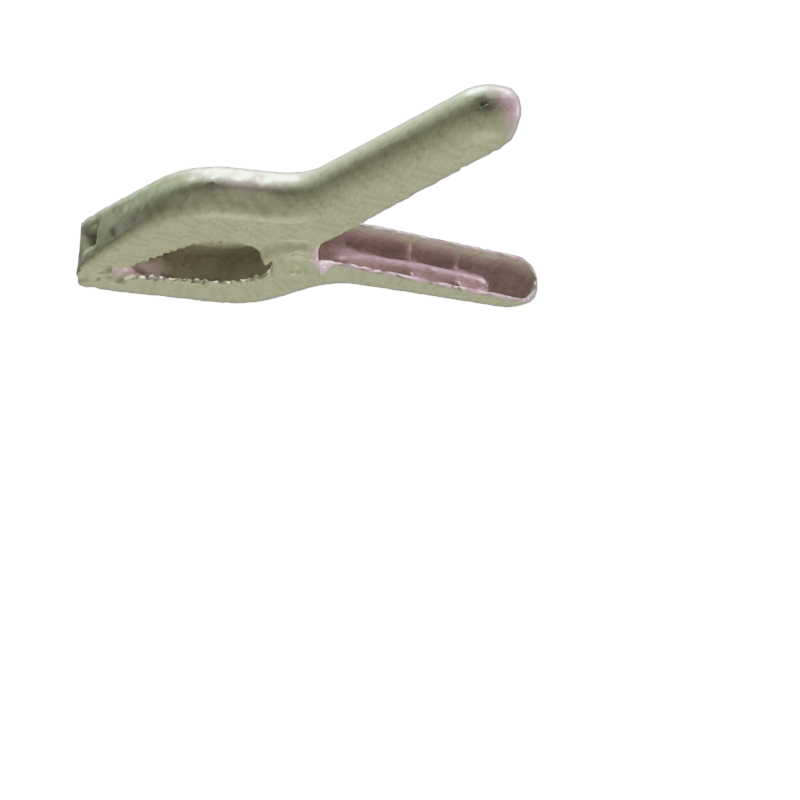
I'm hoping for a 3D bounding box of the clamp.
[{"bbox_3d":[-0.039,-0.070,0.492,0.213,0.038,0.153,-7,-23,16],"label":"clamp"}]
